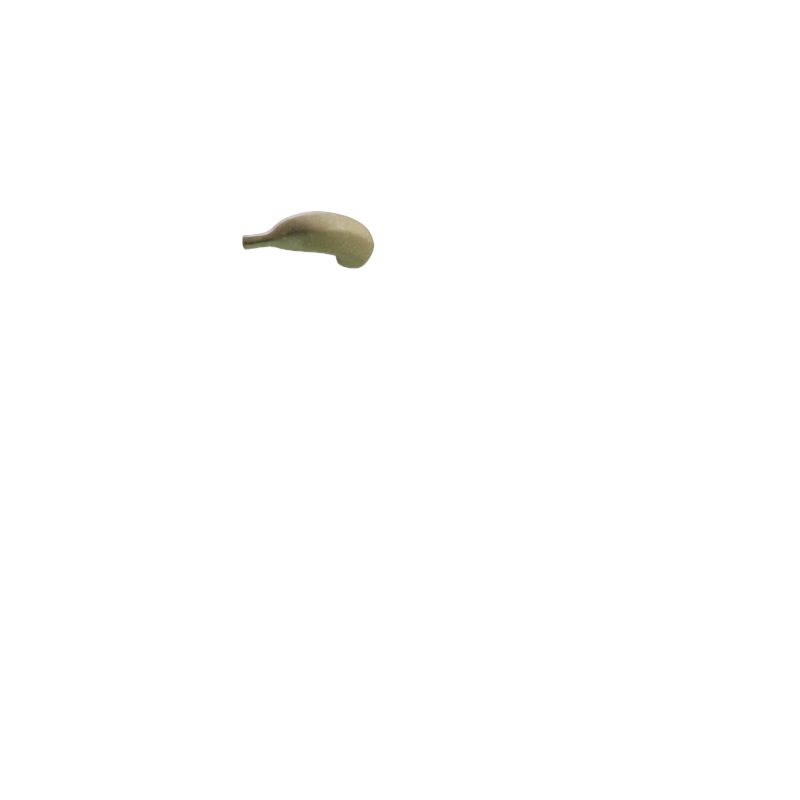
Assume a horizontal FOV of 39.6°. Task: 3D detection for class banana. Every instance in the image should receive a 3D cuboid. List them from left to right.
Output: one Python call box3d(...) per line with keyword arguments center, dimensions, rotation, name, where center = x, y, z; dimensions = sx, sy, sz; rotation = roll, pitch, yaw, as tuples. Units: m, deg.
box3d(center=(-0.062, -0.142, 0.979), dimensions=(0.071, 0.037, 0.190), rotation=(-1, -1, 25), name="banana")
